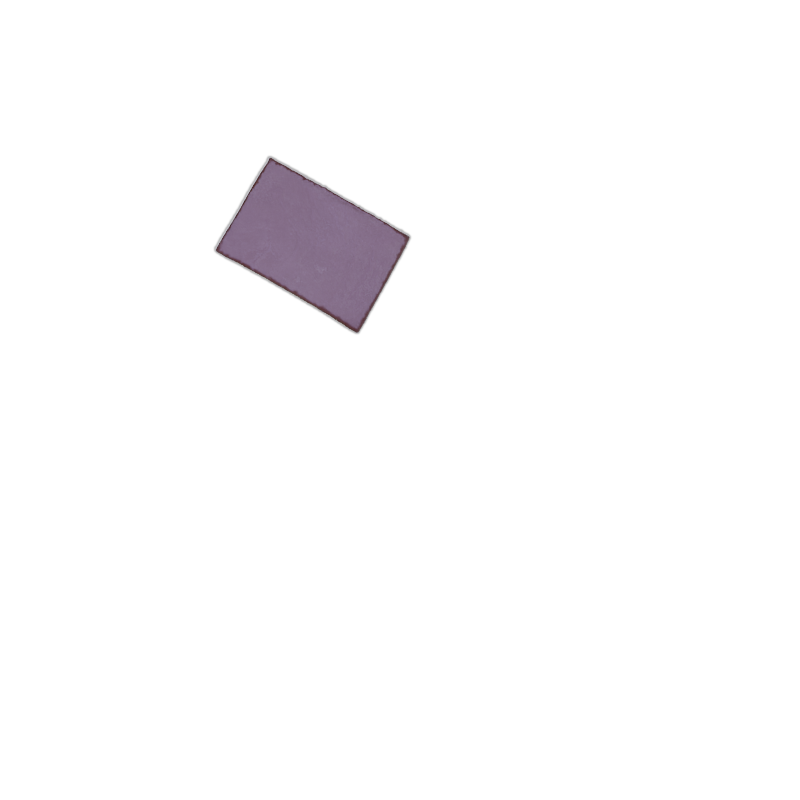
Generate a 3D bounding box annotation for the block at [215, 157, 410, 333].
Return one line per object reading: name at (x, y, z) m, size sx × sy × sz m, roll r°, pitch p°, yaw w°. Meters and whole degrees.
block at (-0.042, -0.076, 0.531) m, size 0.078 × 0.052 × 0.052 m, roll 30°, pitch 4°, yaw -4°
